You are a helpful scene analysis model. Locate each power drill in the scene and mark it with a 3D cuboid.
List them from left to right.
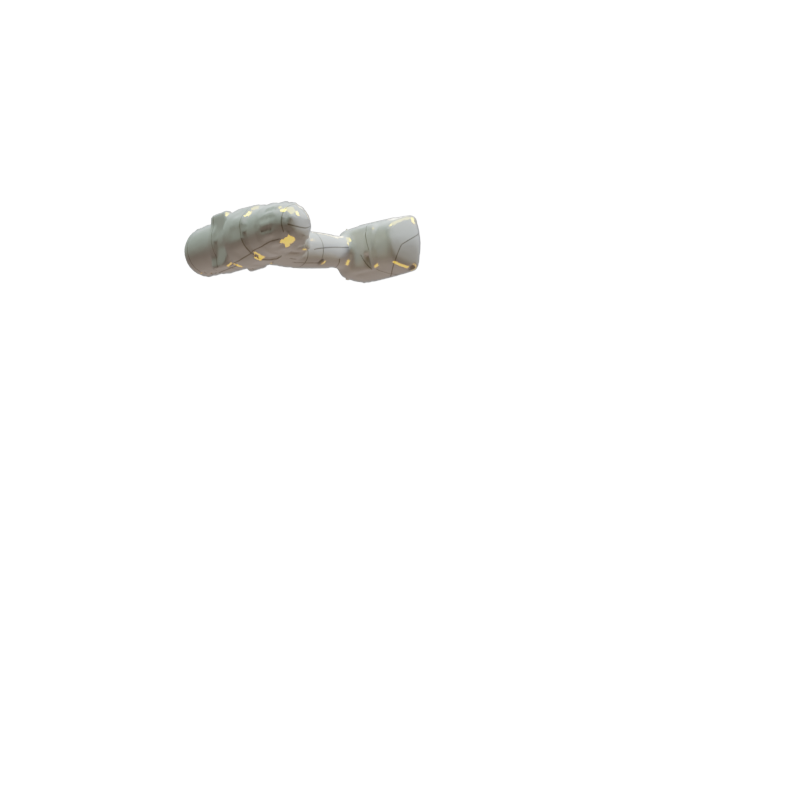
[{"bbox_3d":[-0.078,-0.141,0.991,0.180,0.058,0.190,0,-1,-33],"label":"power drill"}]
